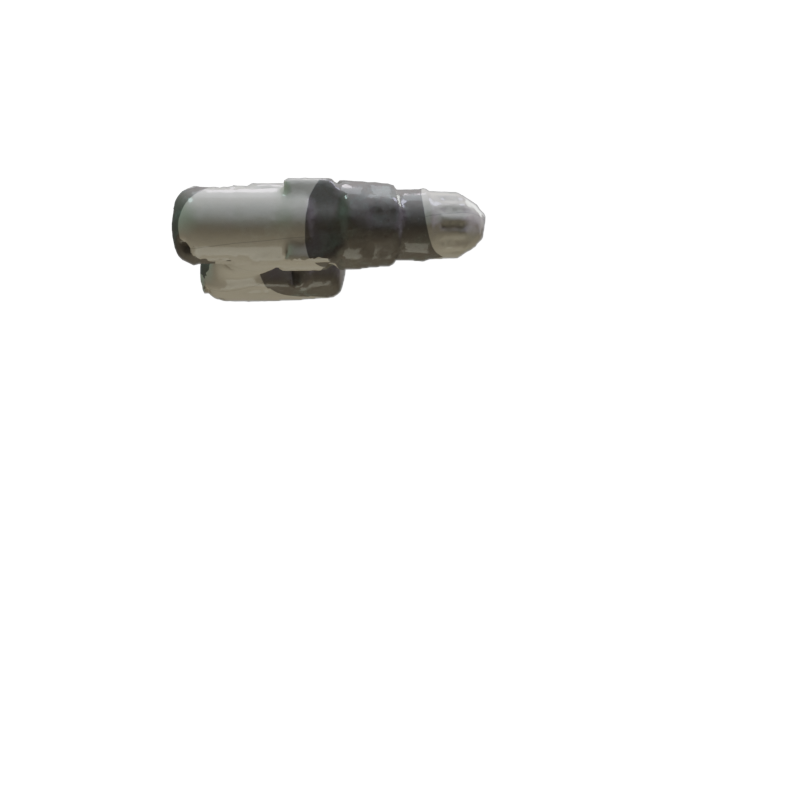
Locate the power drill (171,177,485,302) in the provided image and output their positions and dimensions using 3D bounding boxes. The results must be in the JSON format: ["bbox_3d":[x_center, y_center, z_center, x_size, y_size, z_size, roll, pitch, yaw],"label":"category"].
[{"bbox_3d":[-0.056,-0.102,0.715,0.182,0.058,0.187,1,-3,-11],"label":"power drill"}]
